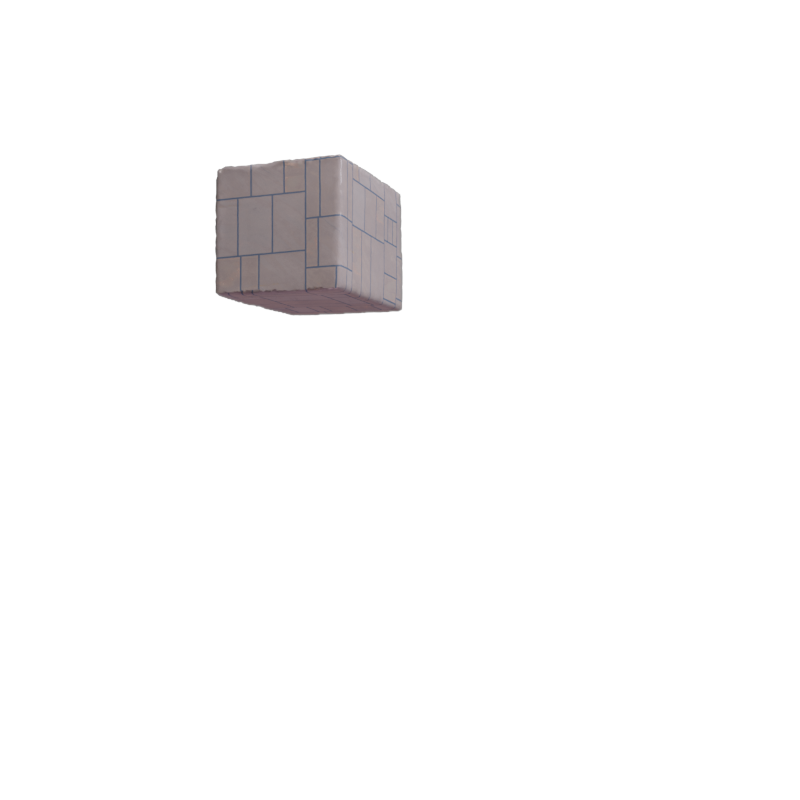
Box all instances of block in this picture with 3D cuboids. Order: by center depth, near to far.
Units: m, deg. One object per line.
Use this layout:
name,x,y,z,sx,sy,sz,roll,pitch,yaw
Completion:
block,-0.035,-0.064,0.447,0.054,0.052,0.075,-2,-5,19
